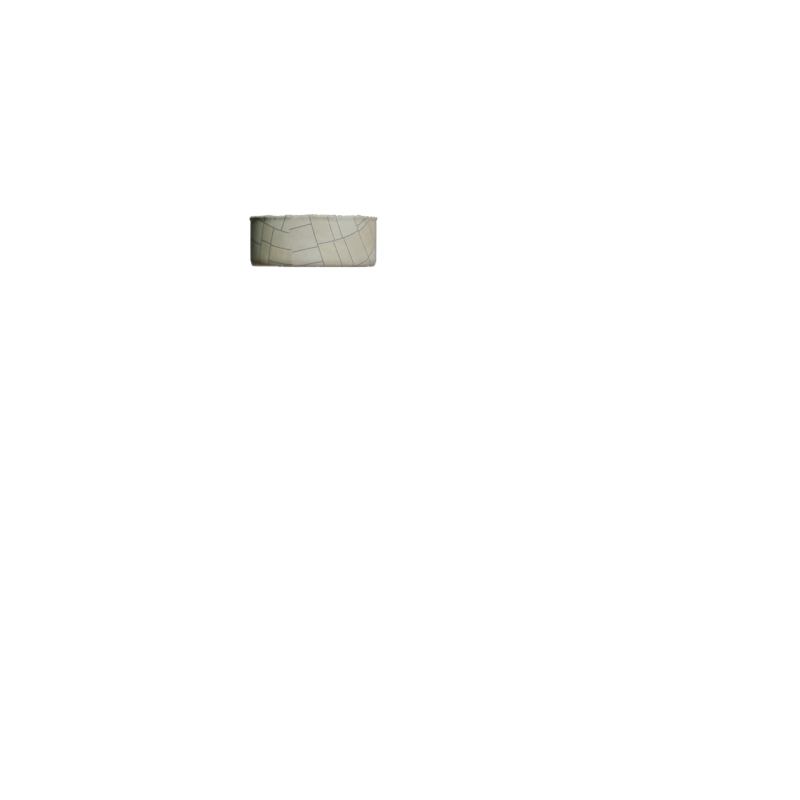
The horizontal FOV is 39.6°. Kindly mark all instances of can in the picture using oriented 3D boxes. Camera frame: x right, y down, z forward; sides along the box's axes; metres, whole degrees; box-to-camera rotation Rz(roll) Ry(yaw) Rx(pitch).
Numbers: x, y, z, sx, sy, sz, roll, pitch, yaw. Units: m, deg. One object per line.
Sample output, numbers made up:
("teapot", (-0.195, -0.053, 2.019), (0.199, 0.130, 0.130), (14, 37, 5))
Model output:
("can", (-0.058, -0.106, 0.741), (0.086, 0.033, 0.087), (0, 6, -2))
